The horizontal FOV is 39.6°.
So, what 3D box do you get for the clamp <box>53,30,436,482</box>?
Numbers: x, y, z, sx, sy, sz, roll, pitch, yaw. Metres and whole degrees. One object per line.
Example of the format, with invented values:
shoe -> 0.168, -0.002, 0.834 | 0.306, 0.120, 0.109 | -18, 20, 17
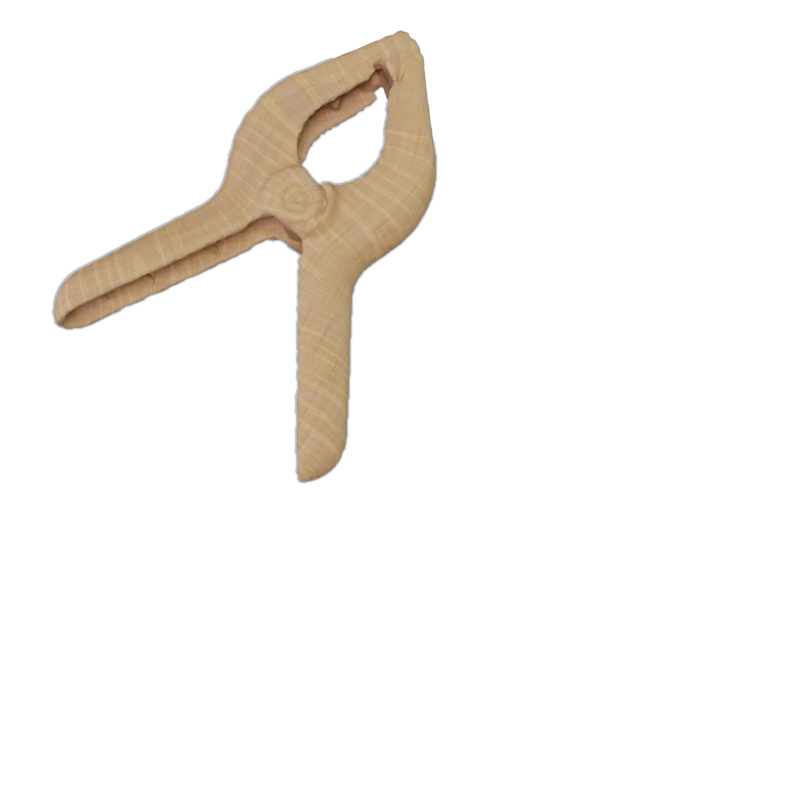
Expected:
clamp -> -0.033, -0.059, 0.416 | 0.123, 0.173, 0.038 | 39, -10, 7
